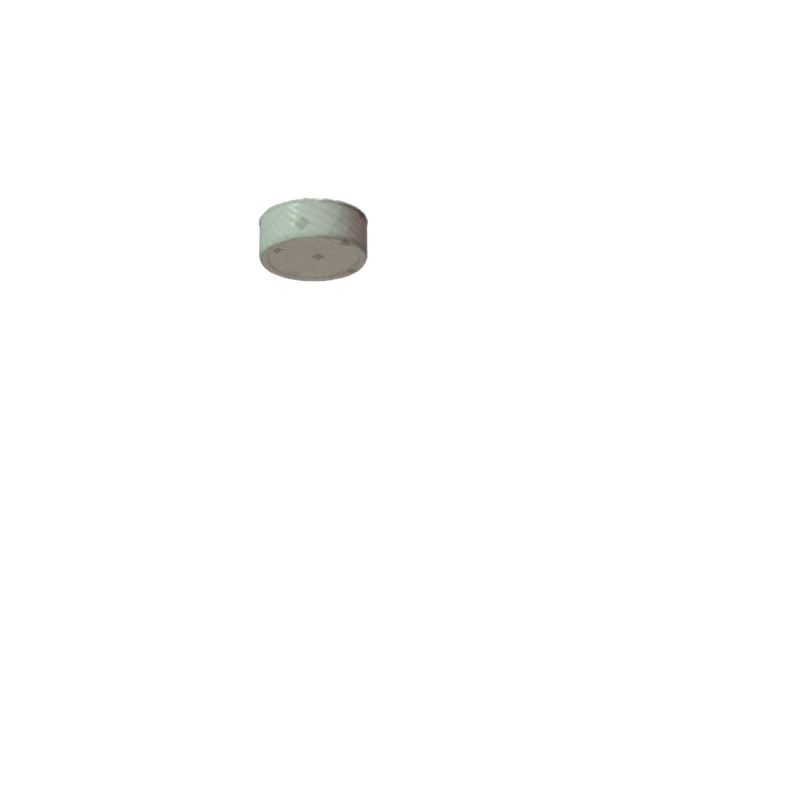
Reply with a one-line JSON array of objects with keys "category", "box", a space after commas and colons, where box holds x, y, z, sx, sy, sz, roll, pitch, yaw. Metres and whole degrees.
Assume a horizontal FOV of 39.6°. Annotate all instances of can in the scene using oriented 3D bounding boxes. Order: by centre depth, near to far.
[{"category": "can", "box": [-0.068, -0.123, 0.864, 0.086, 0.035, 0.082, 0, -19, -2]}]
